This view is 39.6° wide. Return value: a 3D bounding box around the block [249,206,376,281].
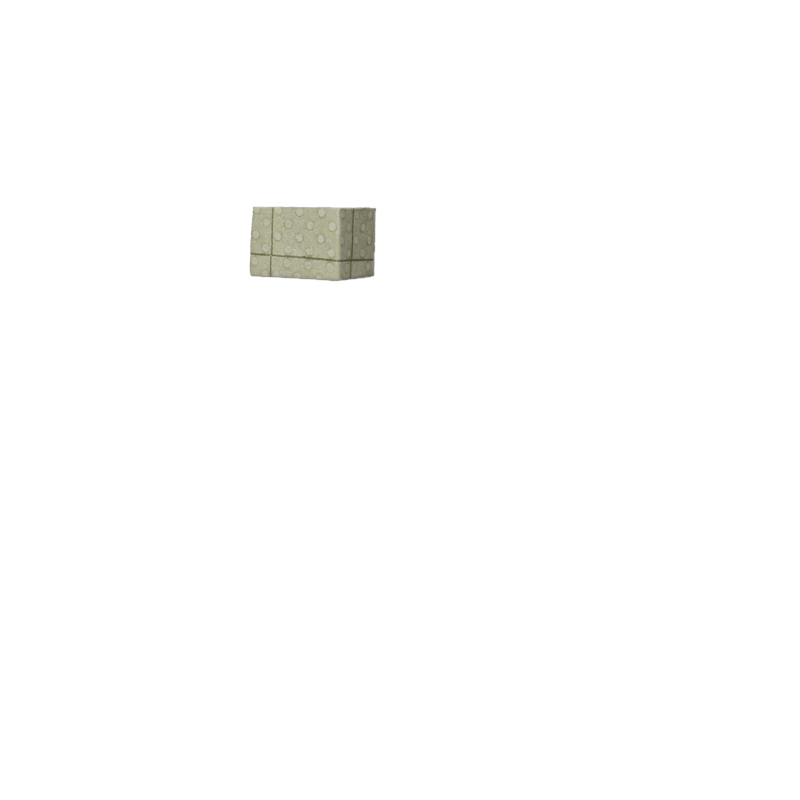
[{"bbox_3d":[-0.063,-0.115,0.804,0.081,0.051,0.051,5,8,31],"label":"block"}]
